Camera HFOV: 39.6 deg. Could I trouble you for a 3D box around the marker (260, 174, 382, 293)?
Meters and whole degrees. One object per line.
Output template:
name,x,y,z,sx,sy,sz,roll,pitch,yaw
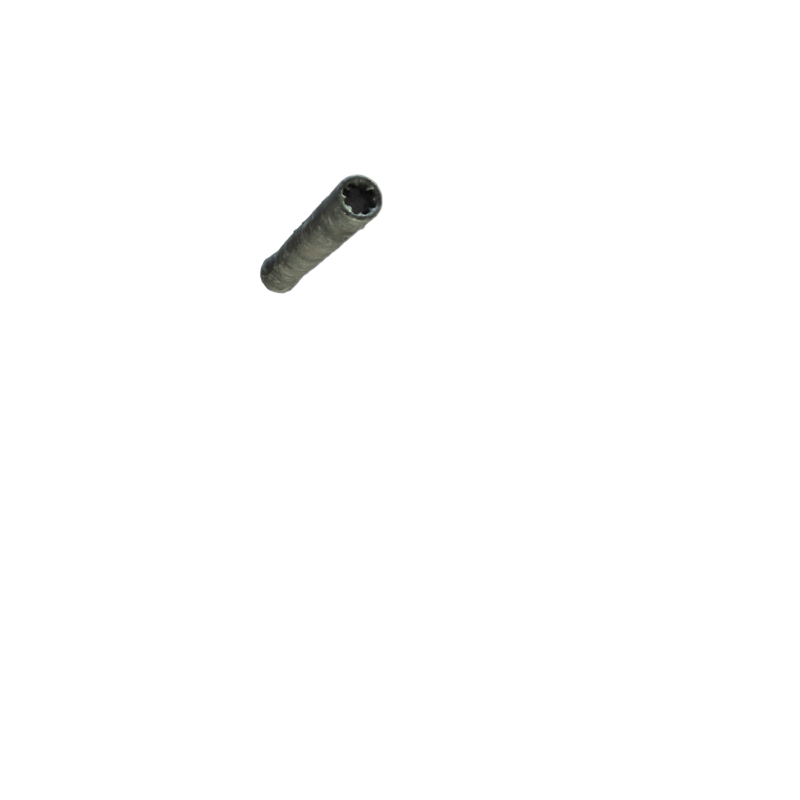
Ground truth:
marker,-0.037,-0.067,0.469,0.019,0.020,0.120,-1,-8,-21
